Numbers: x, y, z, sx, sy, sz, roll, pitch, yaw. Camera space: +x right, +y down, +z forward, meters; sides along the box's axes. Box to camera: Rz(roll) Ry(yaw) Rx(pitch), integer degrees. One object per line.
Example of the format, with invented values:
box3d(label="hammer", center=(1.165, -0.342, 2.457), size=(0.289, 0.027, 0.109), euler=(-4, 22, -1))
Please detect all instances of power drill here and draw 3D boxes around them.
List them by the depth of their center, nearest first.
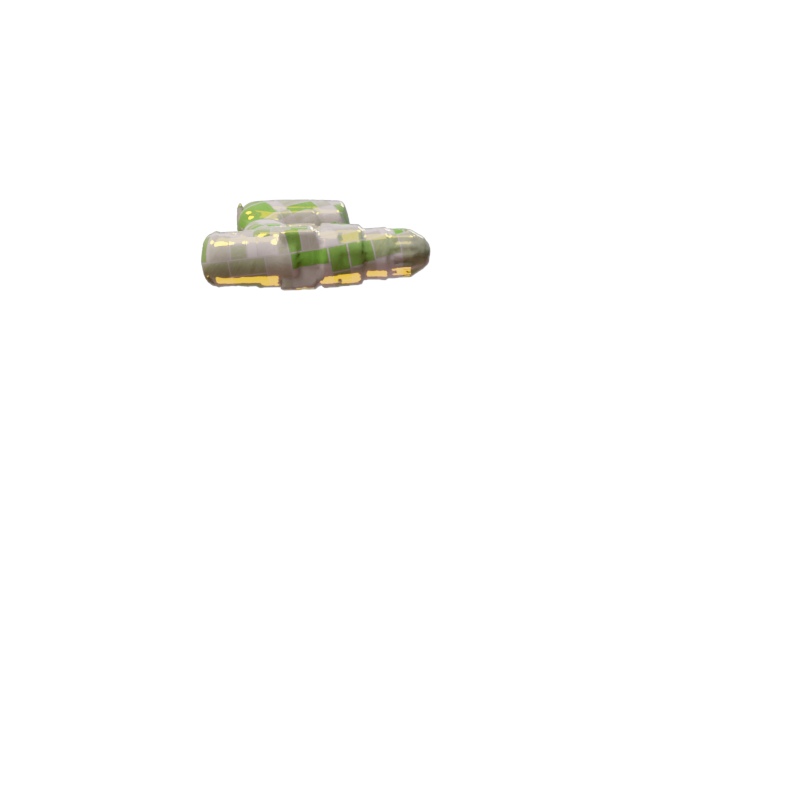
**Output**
box3d(label="power drill", center=(-0.075, -0.137, 0.962), size=(0.184, 0.056, 0.194), euler=(-1, 15, -4))
